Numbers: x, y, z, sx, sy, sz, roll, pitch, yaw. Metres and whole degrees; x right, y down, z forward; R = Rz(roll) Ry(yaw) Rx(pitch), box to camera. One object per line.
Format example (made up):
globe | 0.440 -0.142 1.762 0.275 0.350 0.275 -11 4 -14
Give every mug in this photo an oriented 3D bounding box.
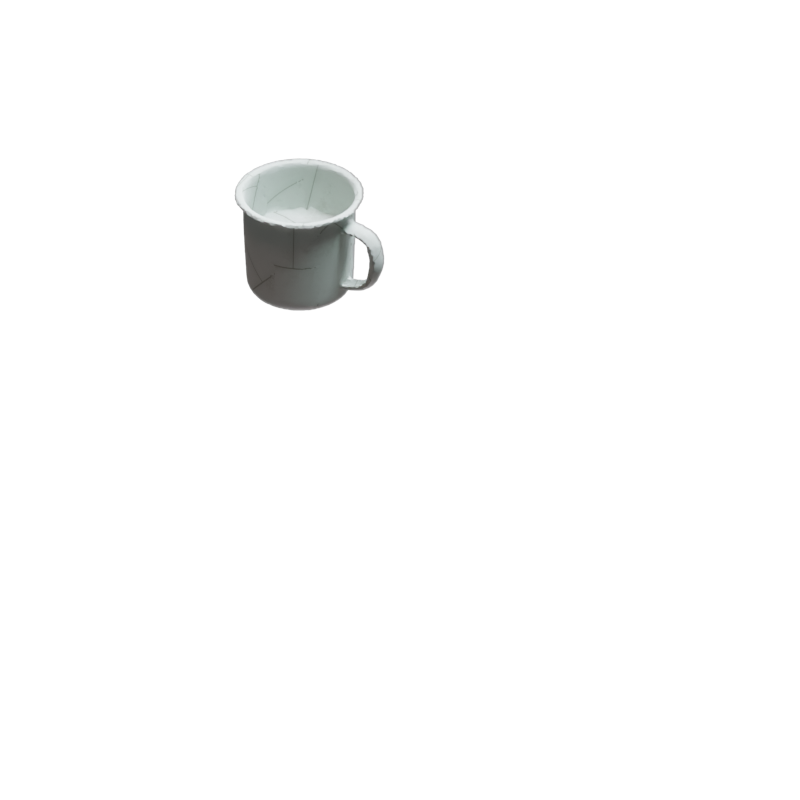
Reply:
mug | -0.064 -0.116 0.815 0.123 0.076 0.095 21 43 23
